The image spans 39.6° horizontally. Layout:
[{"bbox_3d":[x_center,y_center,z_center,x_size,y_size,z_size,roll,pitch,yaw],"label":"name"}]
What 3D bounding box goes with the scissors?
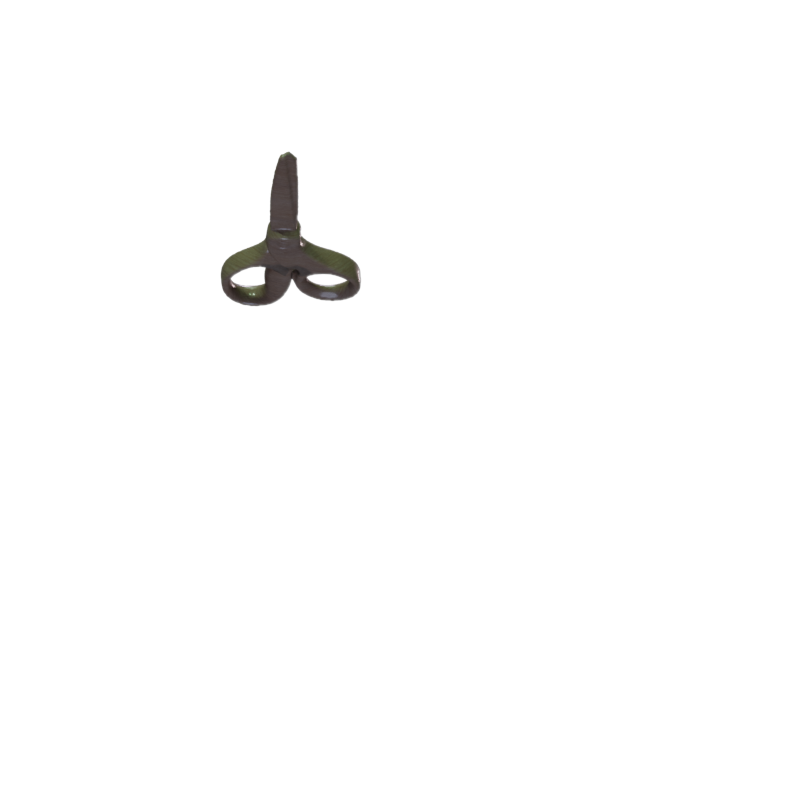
[{"bbox_3d":[-0.050,-0.091,0.637,0.093,0.016,0.198,6,-16,-20],"label":"scissors"}]
